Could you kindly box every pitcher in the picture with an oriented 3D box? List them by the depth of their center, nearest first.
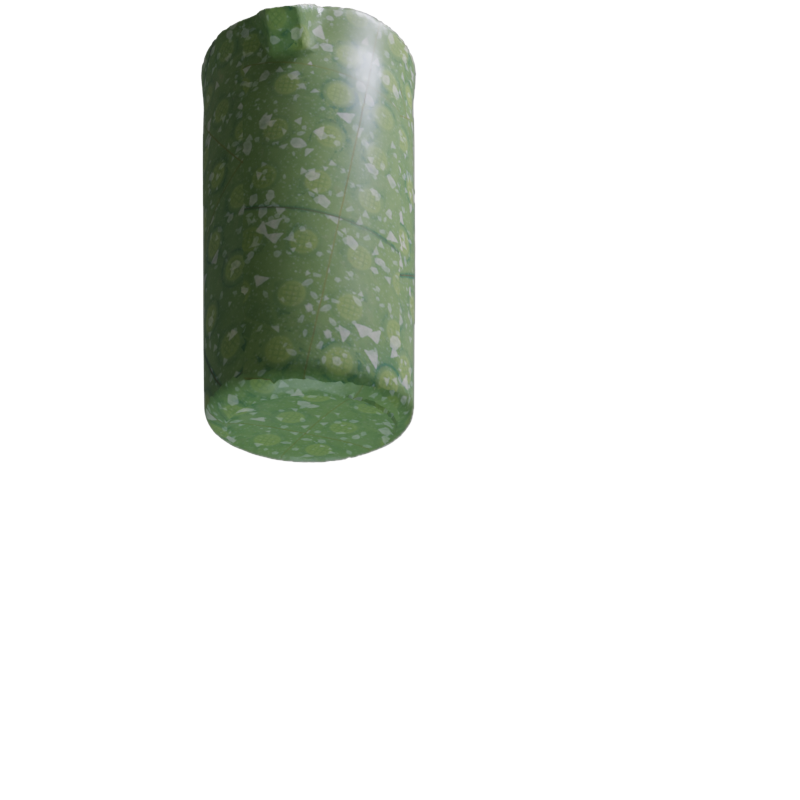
[{"bbox_3d":[-0.050,-0.091,0.638,0.141,0.259,0.144,20,-36,-33],"label":"pitcher"}]
